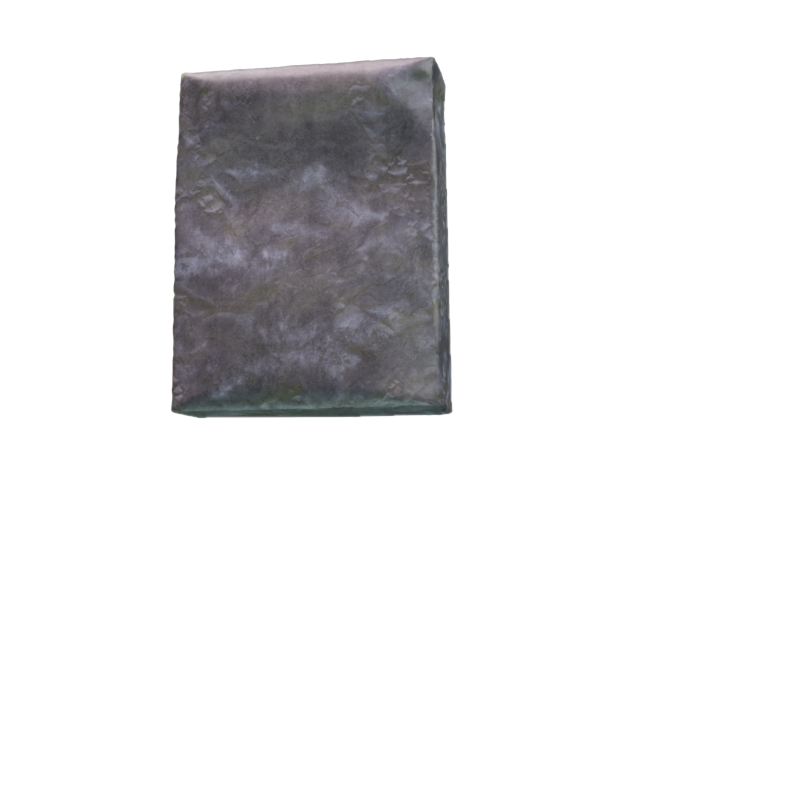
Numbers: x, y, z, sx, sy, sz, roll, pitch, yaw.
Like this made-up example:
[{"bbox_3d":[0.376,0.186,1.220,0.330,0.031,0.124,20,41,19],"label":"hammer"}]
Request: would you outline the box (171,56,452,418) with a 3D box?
[{"bbox_3d":[-0.054,-0.098,0.685,0.166,0.219,0.069,-2,-10,10],"label":"box"}]
